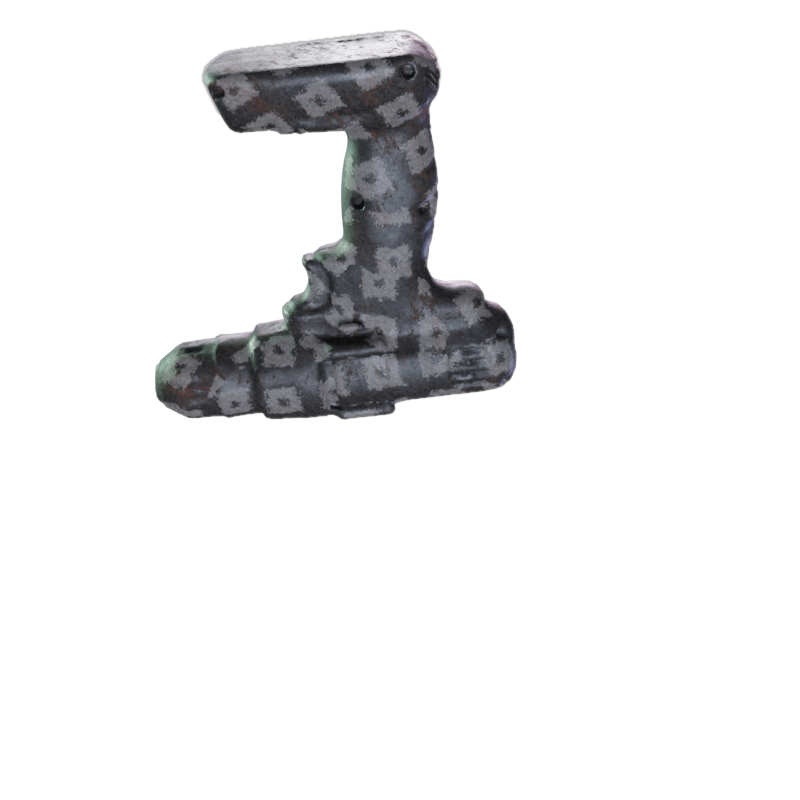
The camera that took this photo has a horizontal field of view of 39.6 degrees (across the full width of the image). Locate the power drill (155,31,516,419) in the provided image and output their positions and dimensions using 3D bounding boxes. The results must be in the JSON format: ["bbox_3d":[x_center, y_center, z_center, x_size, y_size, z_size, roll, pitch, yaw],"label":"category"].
[{"bbox_3d":[-0.042,-0.077,0.538,0.185,0.177,0.061,-7,26,3],"label":"power drill"}]
